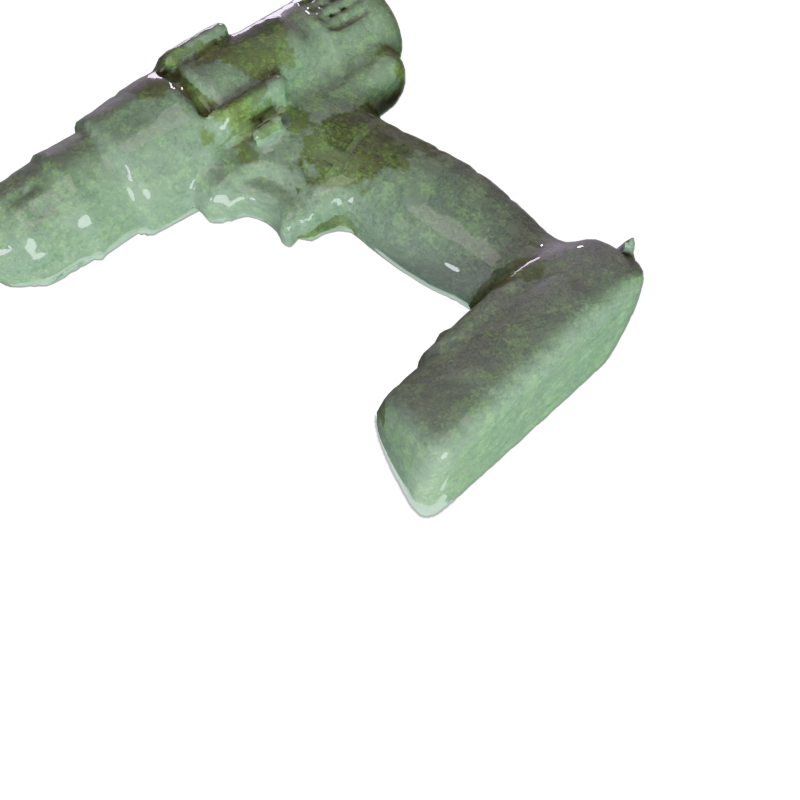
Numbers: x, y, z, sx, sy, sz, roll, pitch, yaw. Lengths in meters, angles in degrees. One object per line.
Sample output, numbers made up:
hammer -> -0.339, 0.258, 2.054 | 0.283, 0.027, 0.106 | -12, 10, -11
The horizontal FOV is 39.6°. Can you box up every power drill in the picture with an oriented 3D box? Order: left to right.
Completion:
power drill -> -0.030, -0.054, 0.381 | 0.186, 0.198, 0.054 | -38, -23, -20
